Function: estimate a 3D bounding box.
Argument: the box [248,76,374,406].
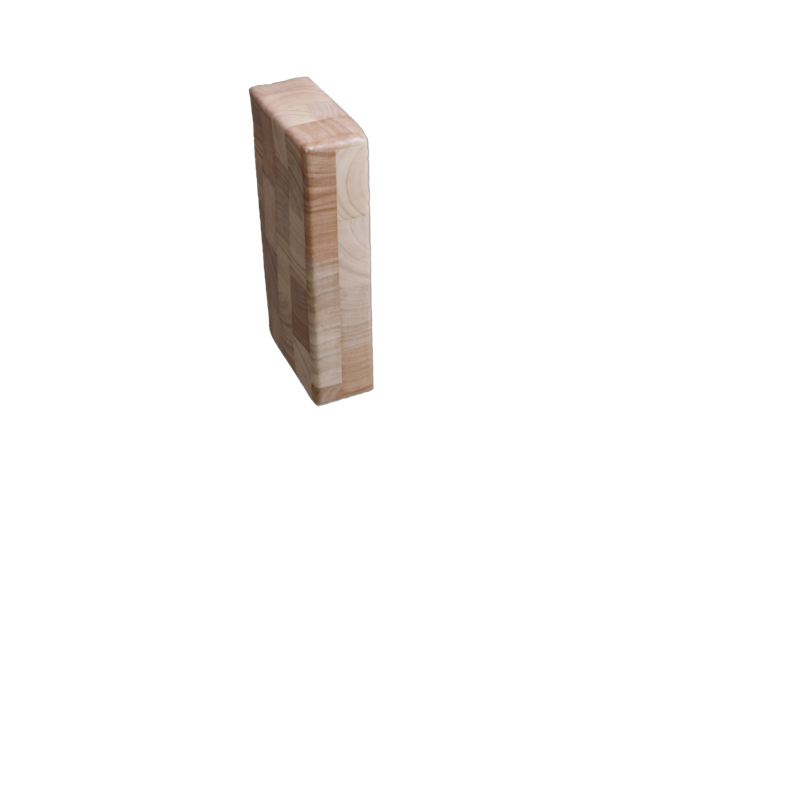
[{"bbox_3d":[-0.052,-0.095,0.667,0.047,0.165,0.101,-12,37,-21],"label":"box"}]
